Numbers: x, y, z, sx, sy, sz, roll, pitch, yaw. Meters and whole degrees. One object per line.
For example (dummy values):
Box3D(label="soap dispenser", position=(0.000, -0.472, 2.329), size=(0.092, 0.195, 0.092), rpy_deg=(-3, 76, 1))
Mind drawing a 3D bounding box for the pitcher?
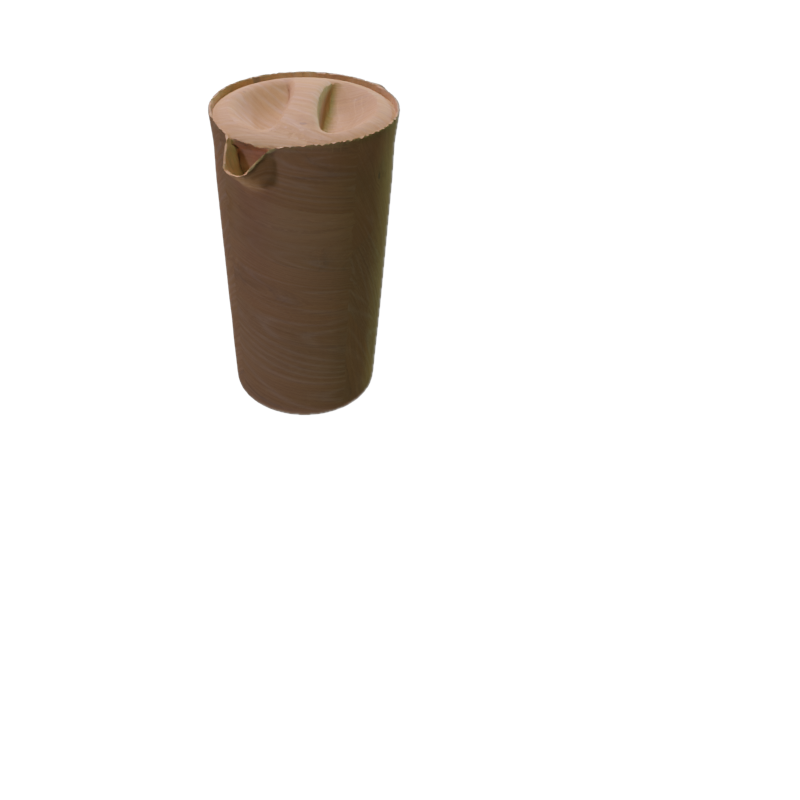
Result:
Box3D(label="pitcher", position=(-0.065, -0.119, 0.833), size=(0.147, 0.228, 0.156), rpy_deg=(-7, 35, -13))
